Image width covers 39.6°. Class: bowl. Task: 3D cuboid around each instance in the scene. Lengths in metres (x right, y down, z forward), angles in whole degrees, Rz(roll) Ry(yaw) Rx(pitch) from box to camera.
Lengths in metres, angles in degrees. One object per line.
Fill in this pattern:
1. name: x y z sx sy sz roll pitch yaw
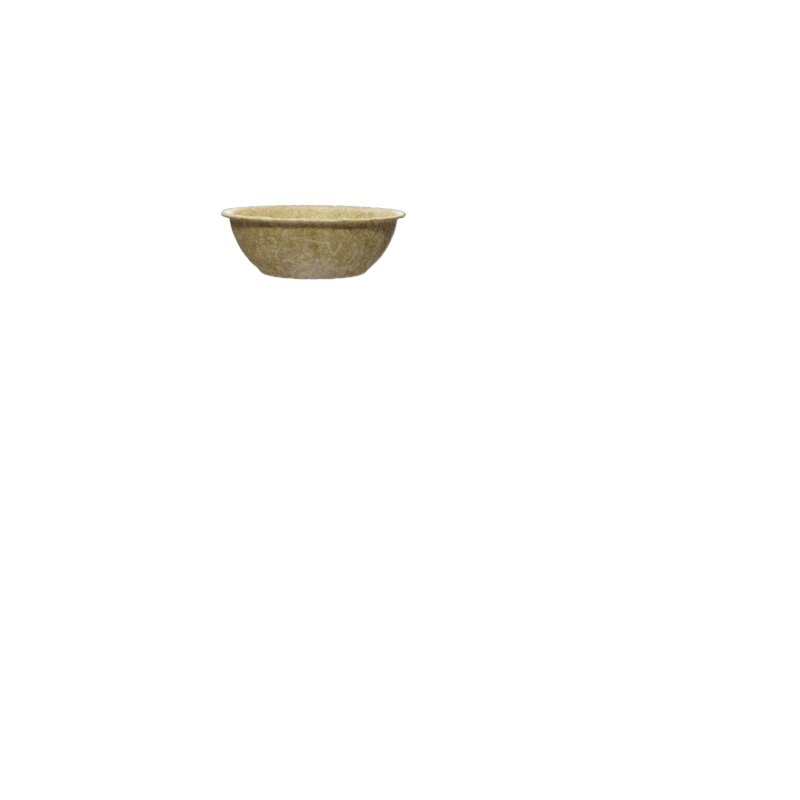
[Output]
1. bowl: -0.076 -0.138 0.968 0.162 0.054 0.166 0 13 -2
